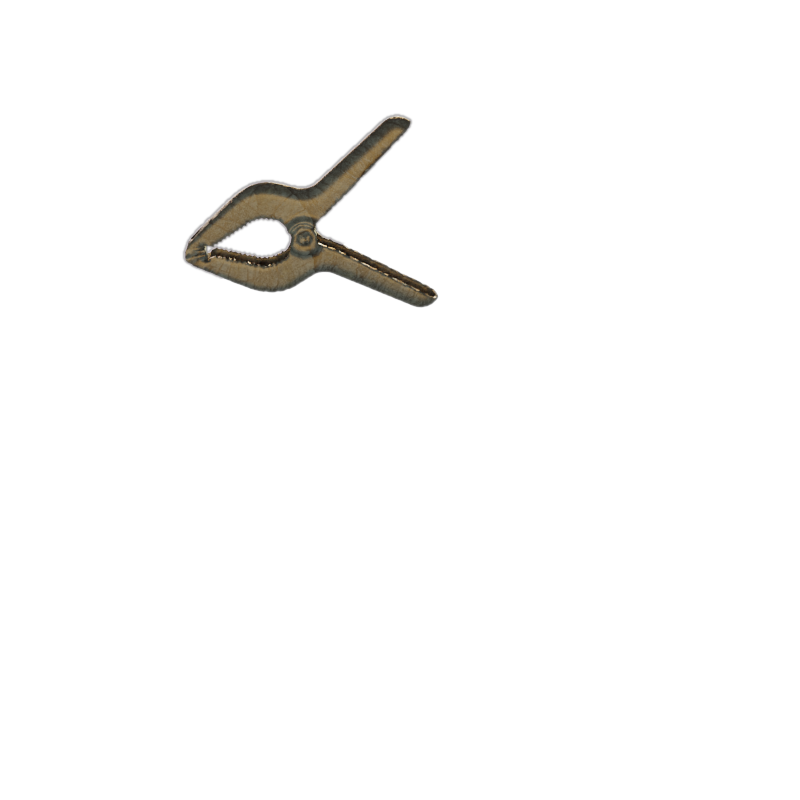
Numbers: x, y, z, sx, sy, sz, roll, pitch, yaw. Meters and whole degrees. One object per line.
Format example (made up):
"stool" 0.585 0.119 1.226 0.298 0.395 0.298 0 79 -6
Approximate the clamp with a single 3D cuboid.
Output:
"clamp" -0.072 -0.132 0.924 0.210 0.157 0.038 -16 17 5
